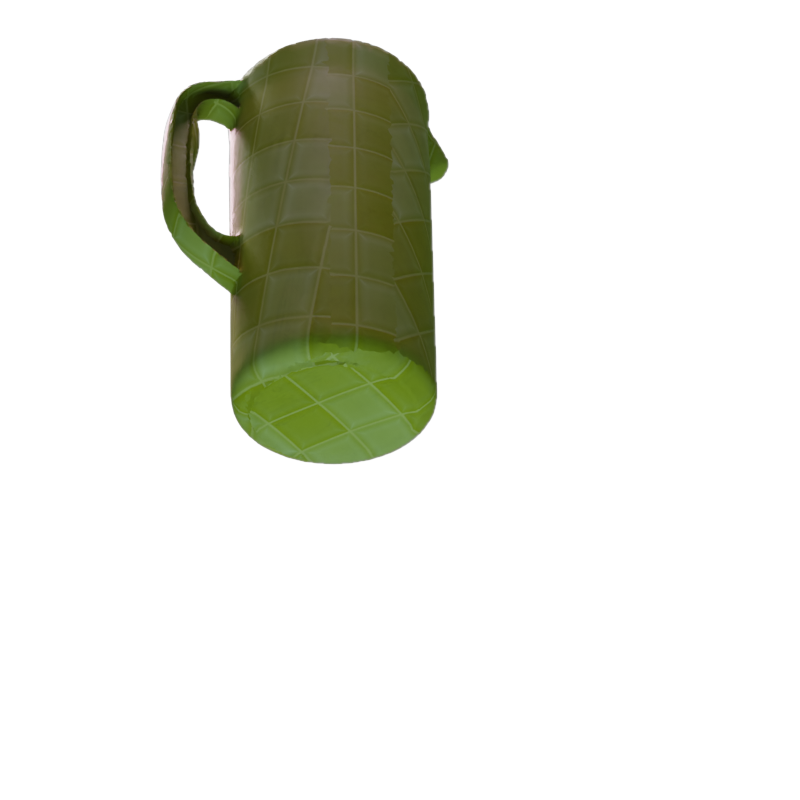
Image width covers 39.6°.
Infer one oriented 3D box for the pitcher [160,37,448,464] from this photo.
[{"bbox_3d":[-0.051,-0.093,0.651,0.150,0.261,0.133,-15,-42,14],"label":"pitcher"}]
